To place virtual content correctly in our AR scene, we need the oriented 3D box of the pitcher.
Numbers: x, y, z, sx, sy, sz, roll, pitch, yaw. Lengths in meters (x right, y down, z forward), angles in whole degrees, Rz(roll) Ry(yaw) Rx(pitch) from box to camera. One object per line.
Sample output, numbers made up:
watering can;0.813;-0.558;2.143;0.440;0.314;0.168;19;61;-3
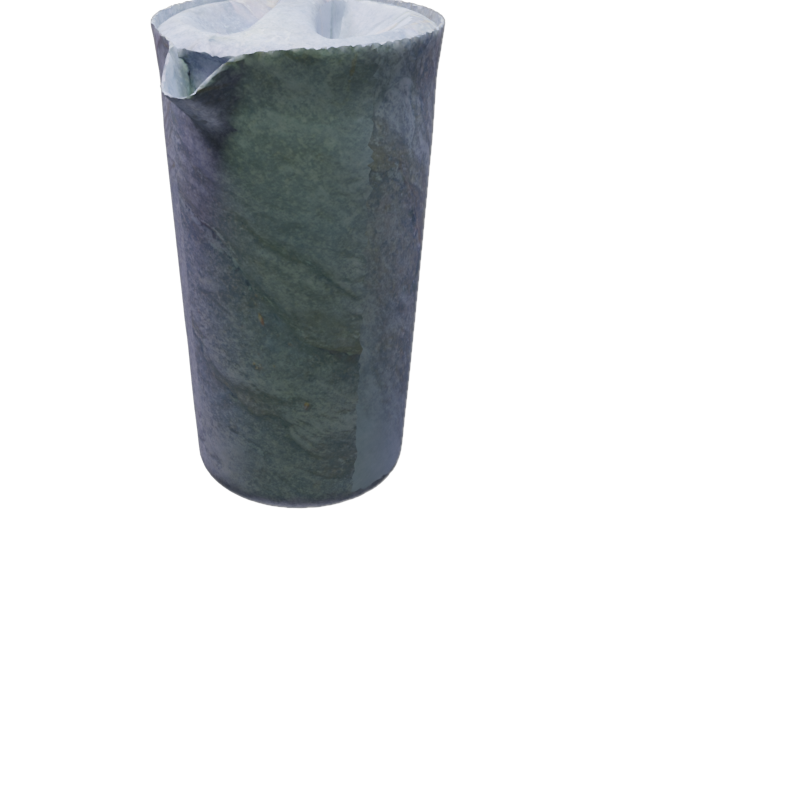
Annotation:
pitcher;-0.043;-0.079;0.555;0.147;0.230;0.155;-4;26;-11
